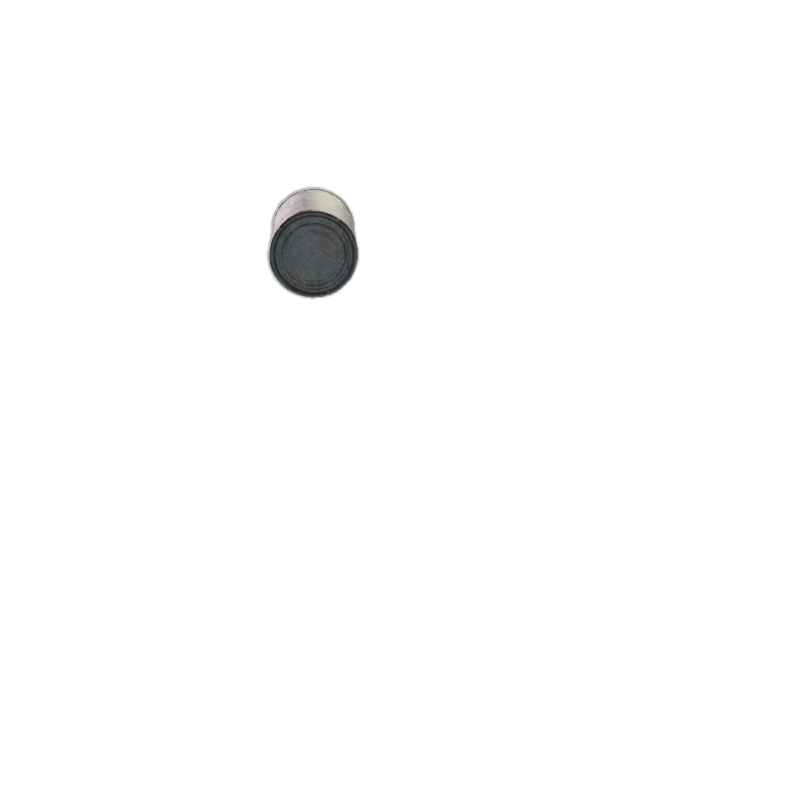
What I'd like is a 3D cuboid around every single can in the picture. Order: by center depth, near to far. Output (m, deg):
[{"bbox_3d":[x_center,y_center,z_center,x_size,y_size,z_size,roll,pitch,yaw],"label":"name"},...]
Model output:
[{"bbox_3d":[-0.067,-0.123,0.861,0.068,0.066,0.106,0,17,-3],"label":"can"}]
